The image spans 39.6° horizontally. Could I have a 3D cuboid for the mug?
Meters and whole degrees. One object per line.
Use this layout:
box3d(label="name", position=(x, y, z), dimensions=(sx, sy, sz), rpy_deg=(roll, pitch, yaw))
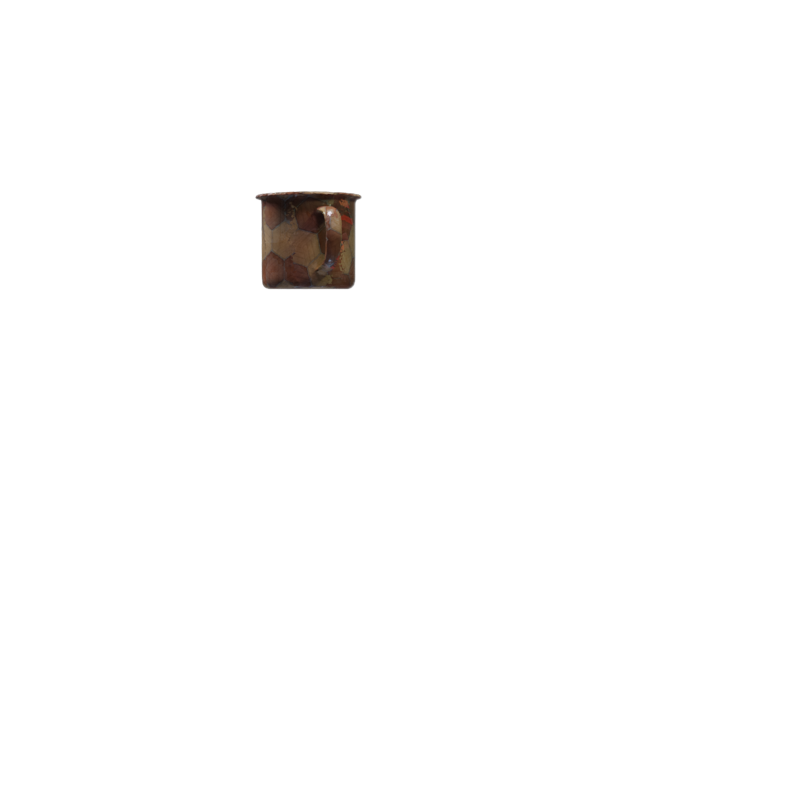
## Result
box3d(label="mug", position=(-0.075, -0.136, 0.953), dimensions=(0.091, 0.082, 0.121), rpy_deg=(-1, 3, -23))
